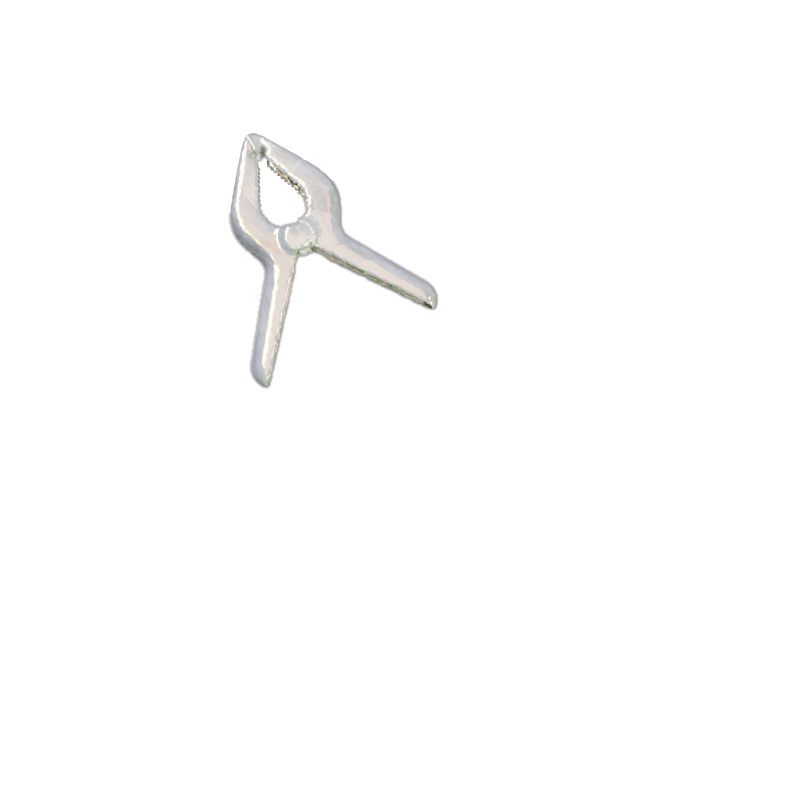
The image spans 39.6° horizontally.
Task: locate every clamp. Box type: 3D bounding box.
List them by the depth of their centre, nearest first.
[{"bbox_3d":[-0.073,-0.133,0.933,0.164,0.218,0.035,-18,-15,-5],"label":"clamp"}]
